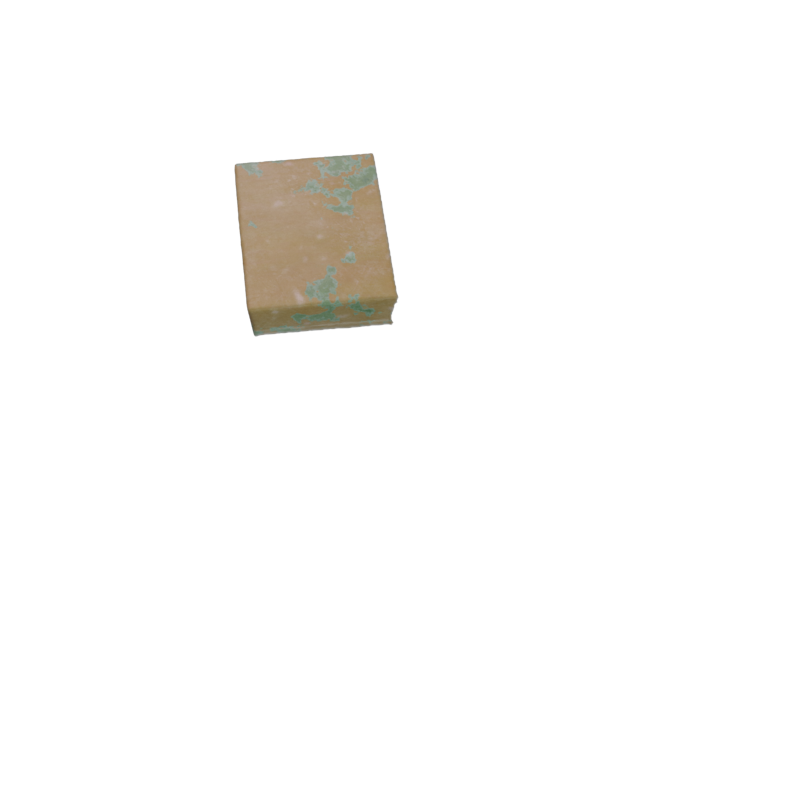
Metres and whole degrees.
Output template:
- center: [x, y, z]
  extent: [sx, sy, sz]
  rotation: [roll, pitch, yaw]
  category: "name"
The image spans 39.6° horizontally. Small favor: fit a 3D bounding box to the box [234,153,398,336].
- center: [-0.054, -0.098, 0.689]
  extent: [0.089, 0.121, 0.036]
  rotation: [-6, -29, -4]
  category: "box"
